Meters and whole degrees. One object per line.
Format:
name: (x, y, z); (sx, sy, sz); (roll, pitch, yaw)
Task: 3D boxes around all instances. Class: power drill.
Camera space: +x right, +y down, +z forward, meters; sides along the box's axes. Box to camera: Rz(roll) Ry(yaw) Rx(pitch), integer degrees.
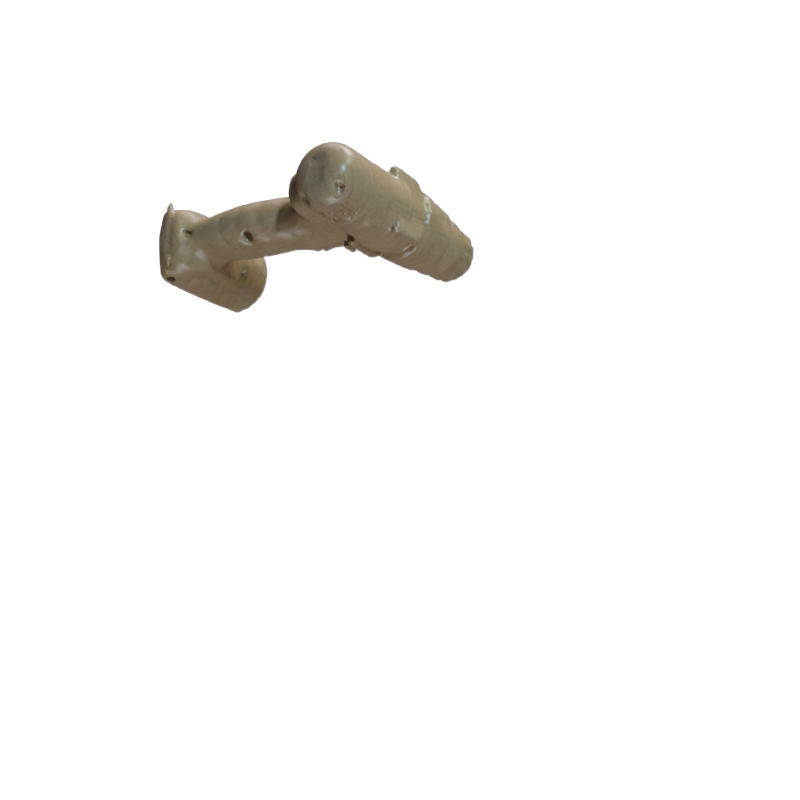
power drill: (-0.062, -0.112, 0.786); (0.191, 0.060, 0.172); (-13, -23, 31)
